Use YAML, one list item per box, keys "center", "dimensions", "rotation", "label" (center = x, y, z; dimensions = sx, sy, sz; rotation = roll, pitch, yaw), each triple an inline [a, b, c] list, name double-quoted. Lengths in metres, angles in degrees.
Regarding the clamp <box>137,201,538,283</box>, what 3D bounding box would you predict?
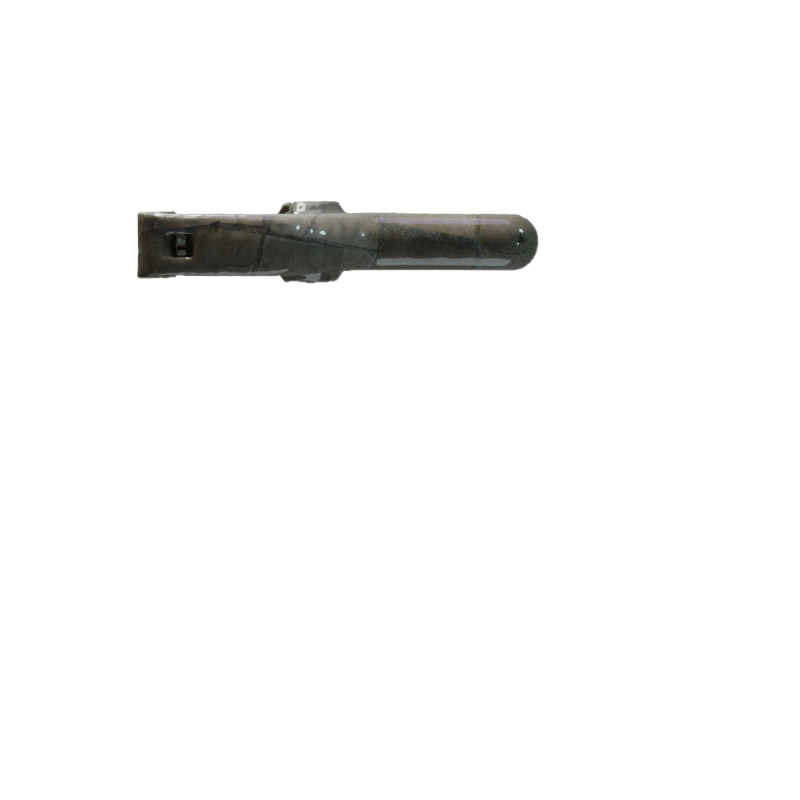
- center: [-0.039, -0.072, 0.502]
  dimensions: [0.167, 0.039, 0.123]
  rotation: [-1, 3, -22]
  label: "clamp"
